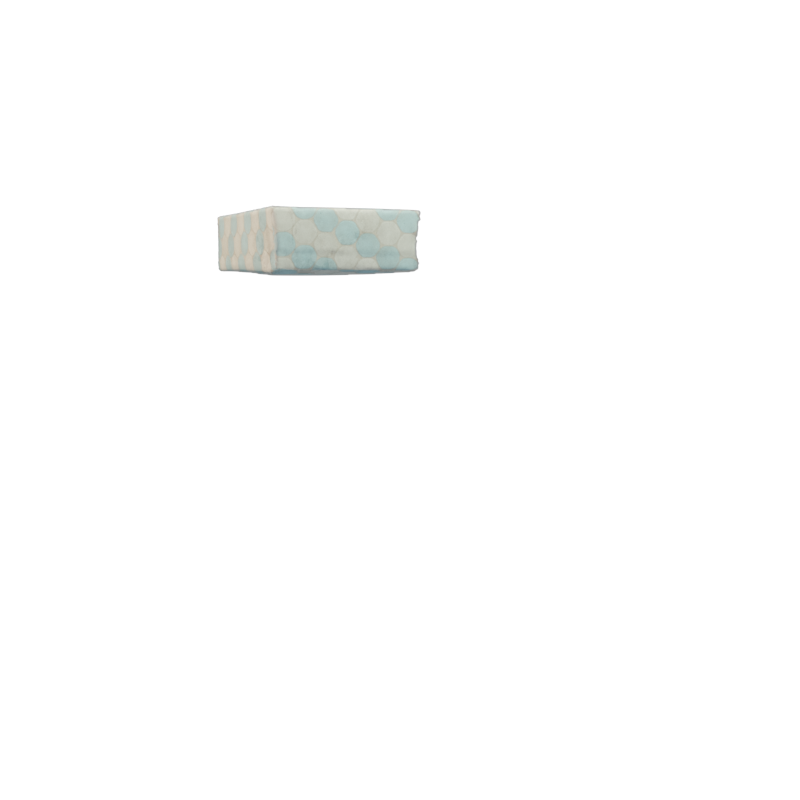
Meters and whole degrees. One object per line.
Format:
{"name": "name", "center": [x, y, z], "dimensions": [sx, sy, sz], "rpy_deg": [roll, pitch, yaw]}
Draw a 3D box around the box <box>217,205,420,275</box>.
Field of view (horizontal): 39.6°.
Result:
{"name": "box", "center": [-0.052, -0.094, 0.658], "dimensions": [0.087, 0.039, 0.117], "rpy_deg": [-3, 8, -23]}
